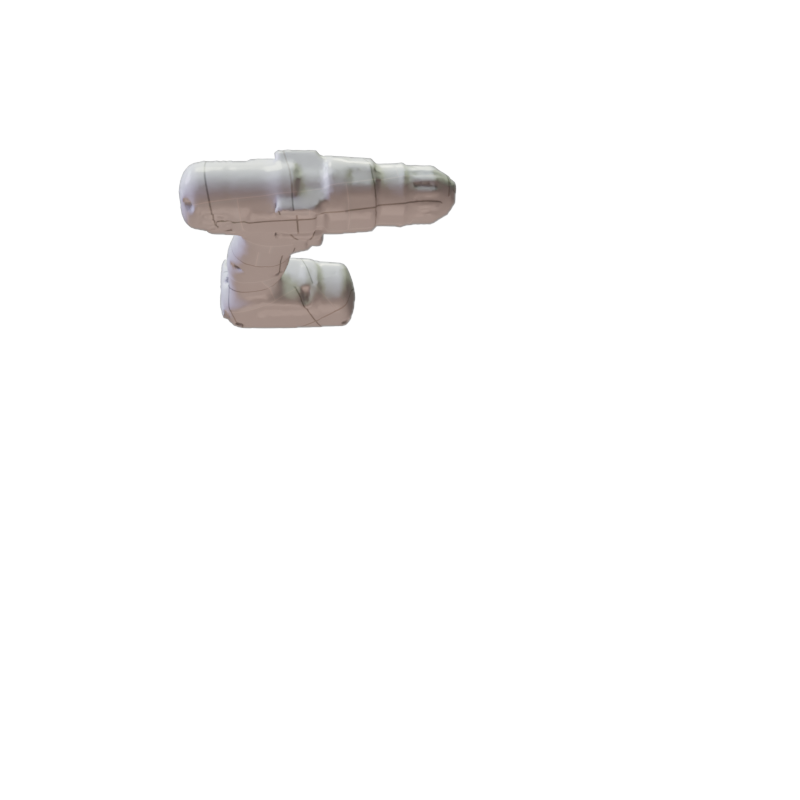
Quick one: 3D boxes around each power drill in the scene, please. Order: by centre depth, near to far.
[{"bbox_3d":[-0.063,-0.114,0.800,0.183,0.061,0.178,2,-24,-4],"label":"power drill"}]
